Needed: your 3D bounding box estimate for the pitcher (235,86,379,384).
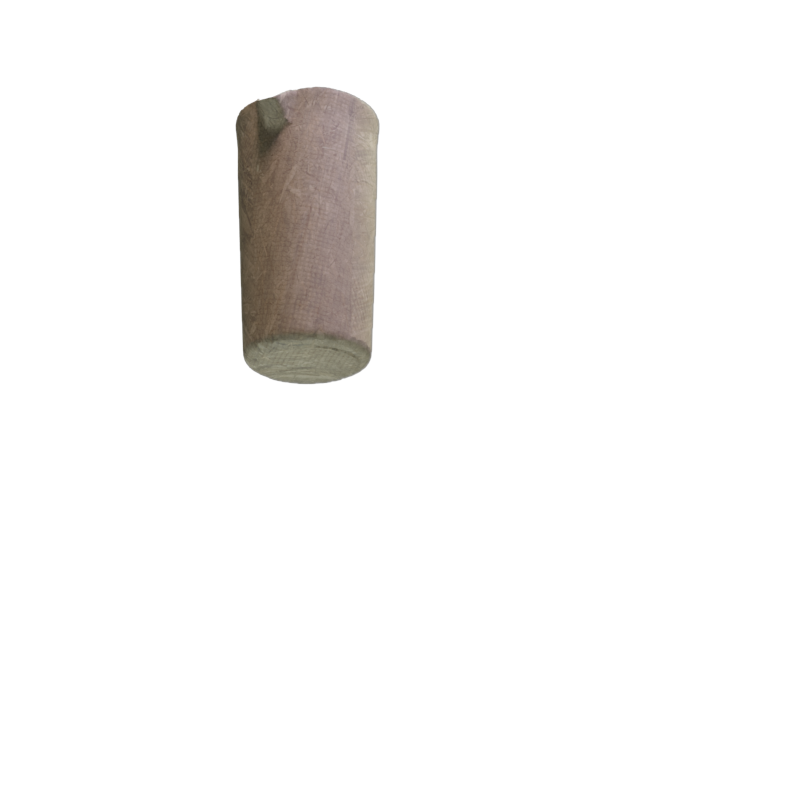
[{"bbox_3d":[-0.077,-0.140,0.983,0.144,0.257,0.142,9,-26,-22],"label":"pitcher"}]
